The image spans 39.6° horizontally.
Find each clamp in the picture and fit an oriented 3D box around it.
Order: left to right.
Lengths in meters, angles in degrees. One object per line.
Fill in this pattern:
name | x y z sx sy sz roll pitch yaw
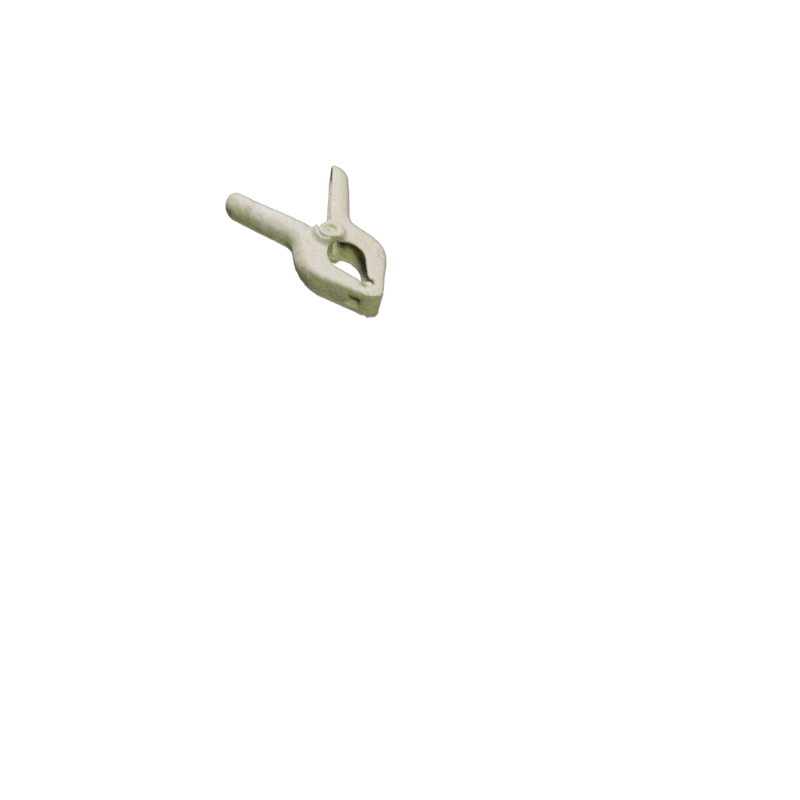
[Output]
clamp | -0.075 -0.136 0.956 0.119 0.186 0.036 -17 -41 -15
